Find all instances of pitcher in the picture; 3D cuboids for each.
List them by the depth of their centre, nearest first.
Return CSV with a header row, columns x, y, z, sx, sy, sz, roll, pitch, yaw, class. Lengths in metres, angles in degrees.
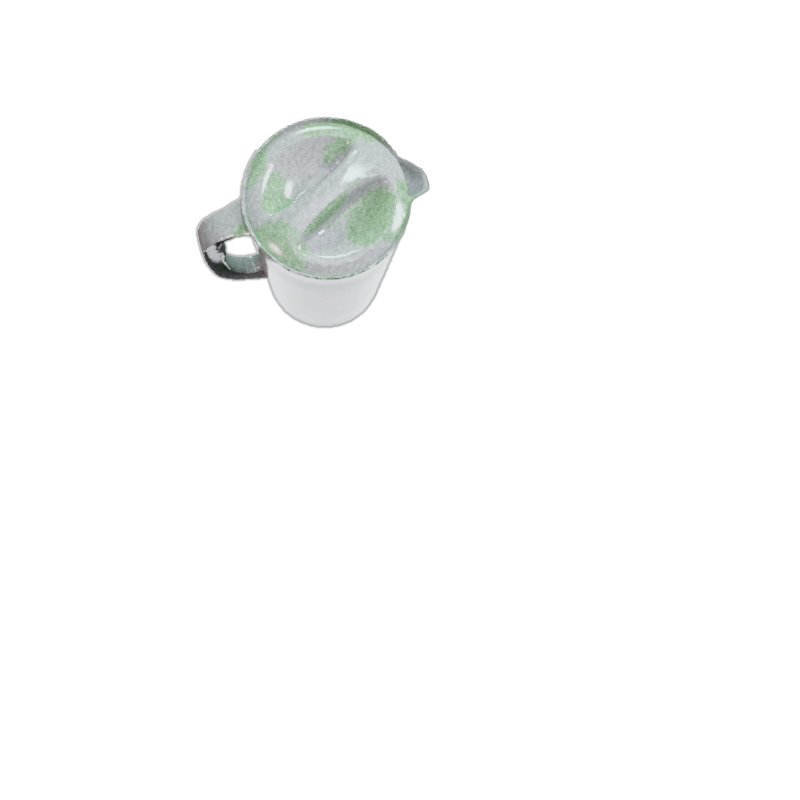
x,y,z,sx,sy,sz,roll,pitch,yaw,class
-0.076,-0.138,0.966,0.151,0.148,0.235,29,-12,3,pitcher
